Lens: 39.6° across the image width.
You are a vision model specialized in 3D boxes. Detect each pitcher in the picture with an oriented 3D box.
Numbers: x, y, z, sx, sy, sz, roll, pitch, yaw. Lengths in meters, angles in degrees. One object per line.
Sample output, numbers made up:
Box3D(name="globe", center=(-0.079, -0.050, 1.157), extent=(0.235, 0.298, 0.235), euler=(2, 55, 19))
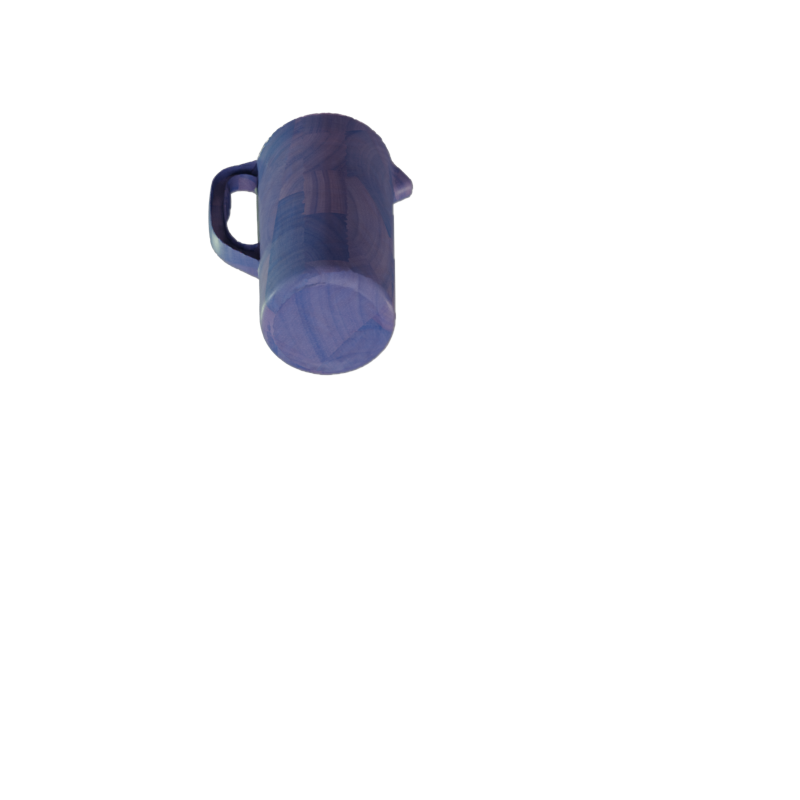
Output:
Box3D(name="pitcher", center=(-0.076, -0.138, 0.965), extent=(0.148, 0.260, 0.136), euler=(-33, -57, 21))
